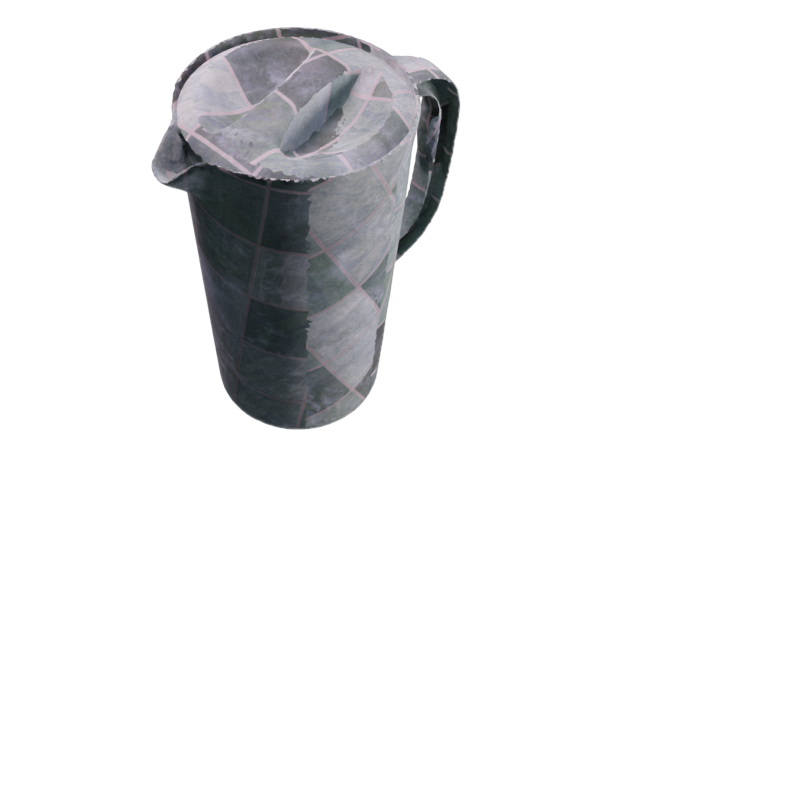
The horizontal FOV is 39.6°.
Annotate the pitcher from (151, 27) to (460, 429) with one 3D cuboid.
[{"bbox_3d":[-0.053,-0.096,0.675,0.151,0.153,0.226,11,-40,6],"label":"pitcher"}]
